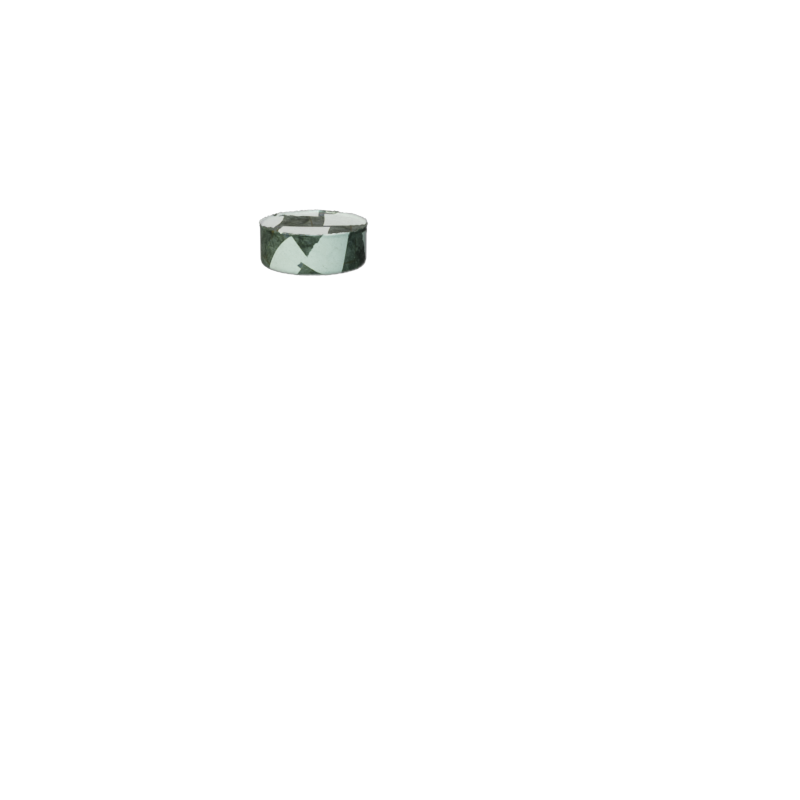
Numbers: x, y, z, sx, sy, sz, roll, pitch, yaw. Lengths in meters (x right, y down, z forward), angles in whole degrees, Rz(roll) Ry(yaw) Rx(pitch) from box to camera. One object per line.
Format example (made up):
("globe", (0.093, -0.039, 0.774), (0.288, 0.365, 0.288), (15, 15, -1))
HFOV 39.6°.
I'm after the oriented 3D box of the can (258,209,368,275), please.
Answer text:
("can", (-0.069, -0.125, 0.876), (0.086, 0.032, 0.090), (-1, 21, -2))
